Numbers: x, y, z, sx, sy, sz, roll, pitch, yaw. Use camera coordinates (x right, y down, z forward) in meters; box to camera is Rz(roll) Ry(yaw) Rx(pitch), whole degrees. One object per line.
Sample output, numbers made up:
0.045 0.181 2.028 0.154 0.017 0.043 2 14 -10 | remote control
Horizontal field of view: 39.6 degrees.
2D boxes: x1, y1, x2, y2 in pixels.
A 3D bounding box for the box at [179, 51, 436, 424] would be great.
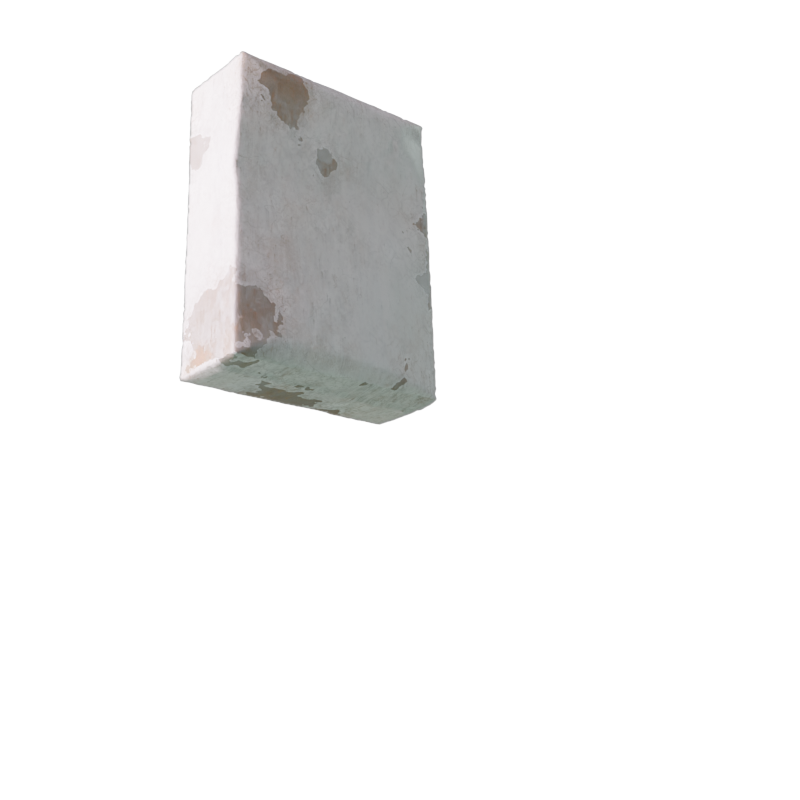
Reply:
-0.058 -0.106 0.740 0.155 0.226 0.072 15 -29 -35 | box
